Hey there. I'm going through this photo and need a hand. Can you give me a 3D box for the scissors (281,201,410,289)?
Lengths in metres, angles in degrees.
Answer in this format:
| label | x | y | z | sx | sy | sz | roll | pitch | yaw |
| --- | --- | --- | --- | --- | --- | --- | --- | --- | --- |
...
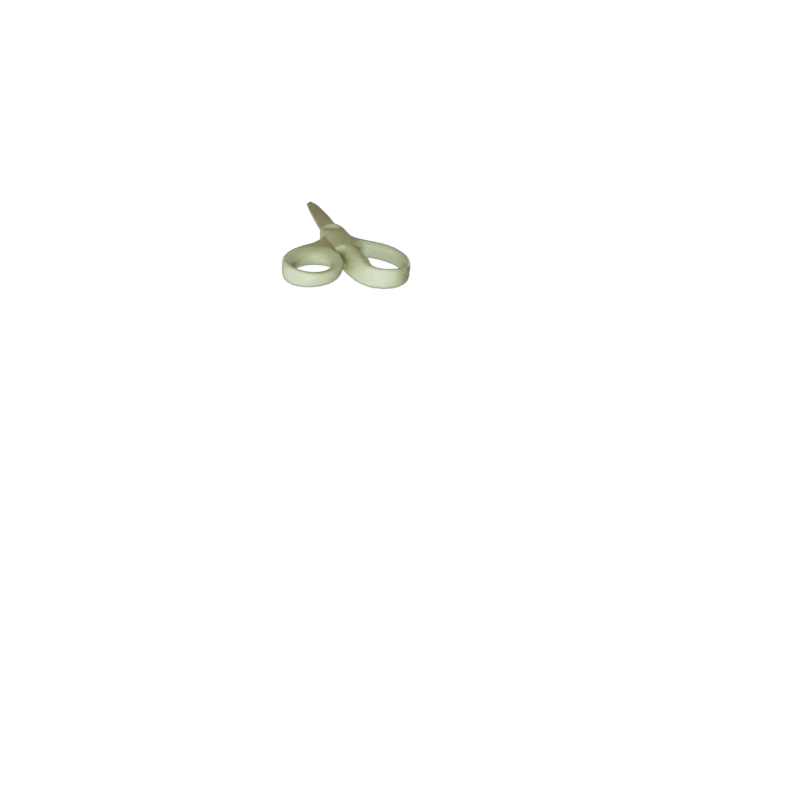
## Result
| label | x | y | z | sx | sy | sz | roll | pitch | yaw |
| --- | --- | --- | --- | --- | --- | --- | --- | --- | --- |
| scissors | -0.064 | -0.117 | 0.820 | 0.094 | 0.015 | 0.215 | -12 | 26 | -25 |
